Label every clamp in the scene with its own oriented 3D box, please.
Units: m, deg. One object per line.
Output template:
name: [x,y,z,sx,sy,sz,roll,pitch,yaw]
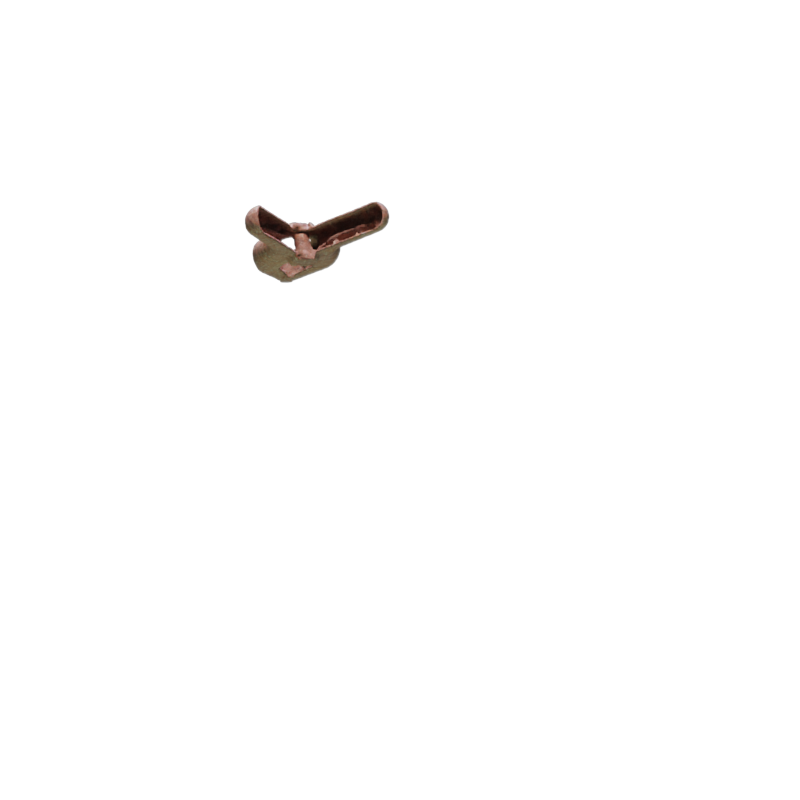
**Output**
clamp: [-0.077,-0.140,0.978,0.119,0.040,0.168,1,-7,-6]
